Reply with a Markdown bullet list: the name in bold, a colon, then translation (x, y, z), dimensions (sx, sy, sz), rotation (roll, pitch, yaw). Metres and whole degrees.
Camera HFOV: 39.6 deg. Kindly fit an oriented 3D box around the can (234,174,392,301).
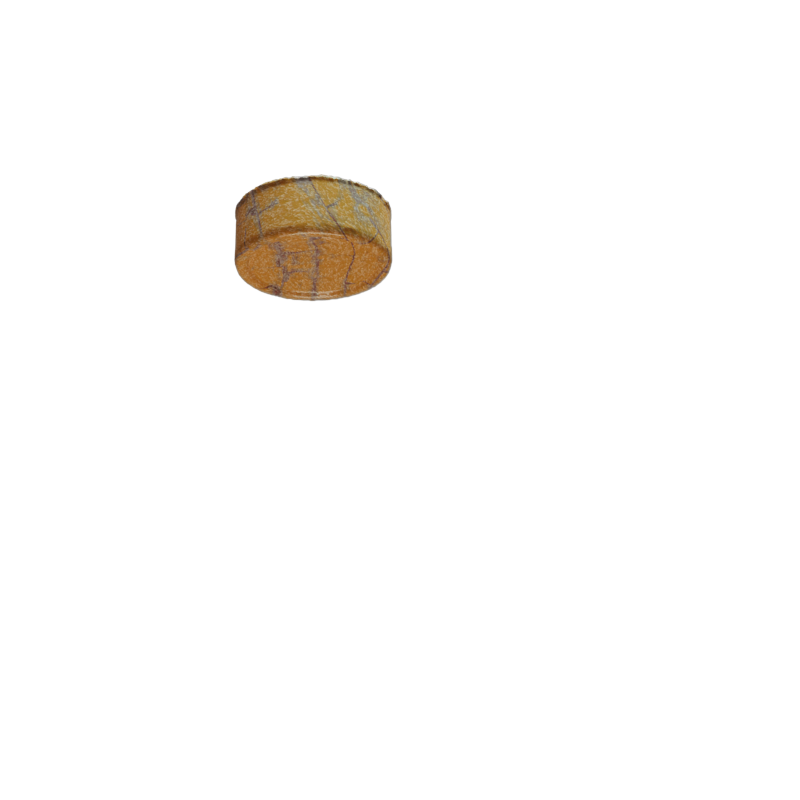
- **can**: translation (-0.047, -0.085, 0.598), dimensions (0.086, 0.035, 0.081), rotation (0, -22, -2)
